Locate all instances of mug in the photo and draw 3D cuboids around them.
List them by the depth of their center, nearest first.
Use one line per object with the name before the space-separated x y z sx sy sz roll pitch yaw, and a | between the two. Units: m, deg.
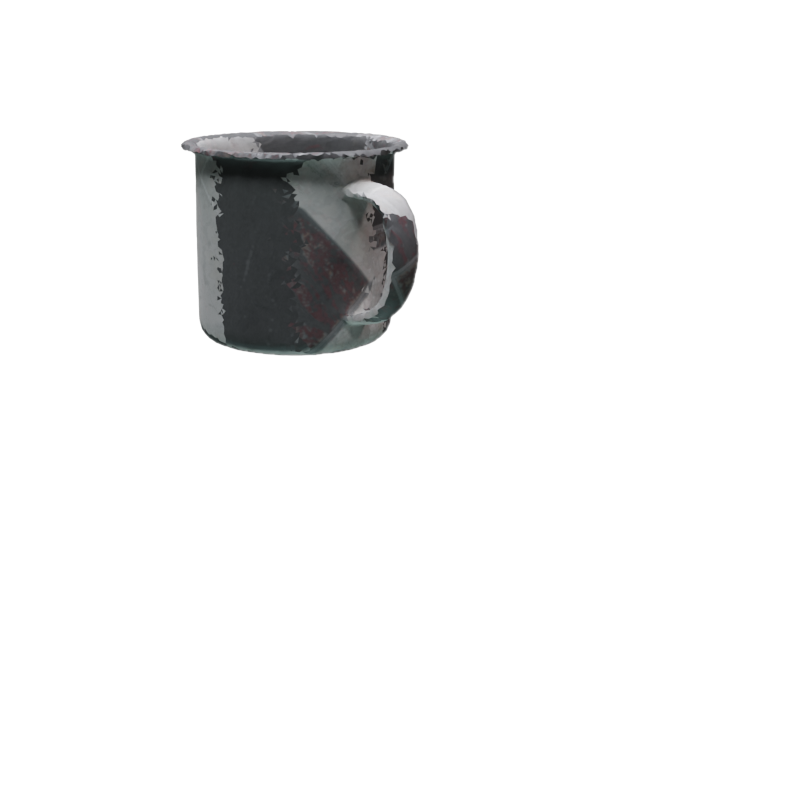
mug | -0.036 -0.065 0.455 0.091 0.079 0.124 -13 21 -41
